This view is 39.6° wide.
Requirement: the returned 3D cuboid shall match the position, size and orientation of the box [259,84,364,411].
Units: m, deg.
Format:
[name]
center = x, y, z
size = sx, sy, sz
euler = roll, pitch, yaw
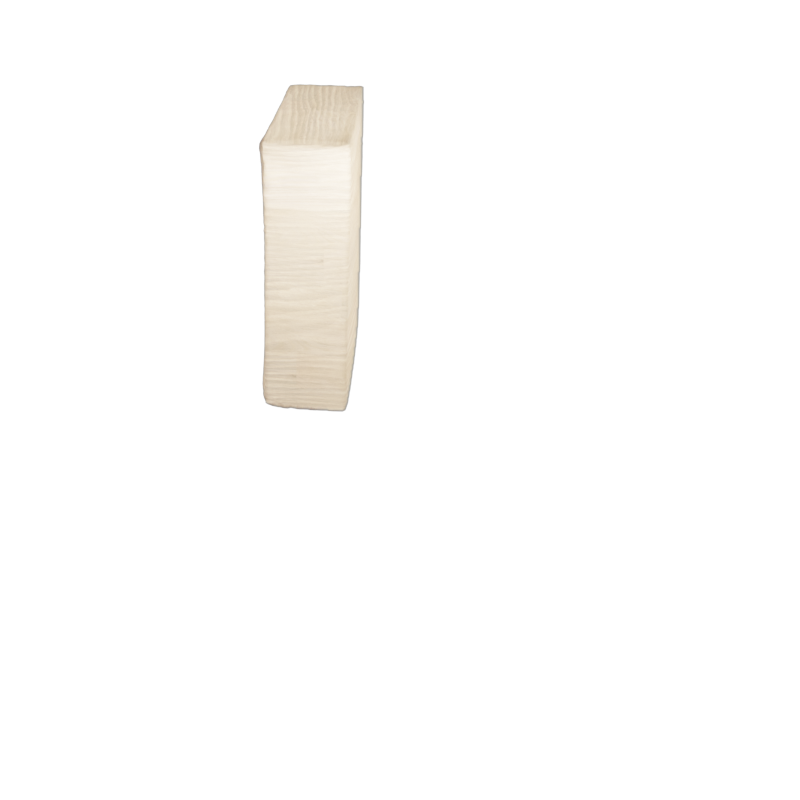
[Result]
[box]
center = -0.068, -0.124, 0.872
size = 0.072, 0.203, 0.172
euler = 2, 26, 1
